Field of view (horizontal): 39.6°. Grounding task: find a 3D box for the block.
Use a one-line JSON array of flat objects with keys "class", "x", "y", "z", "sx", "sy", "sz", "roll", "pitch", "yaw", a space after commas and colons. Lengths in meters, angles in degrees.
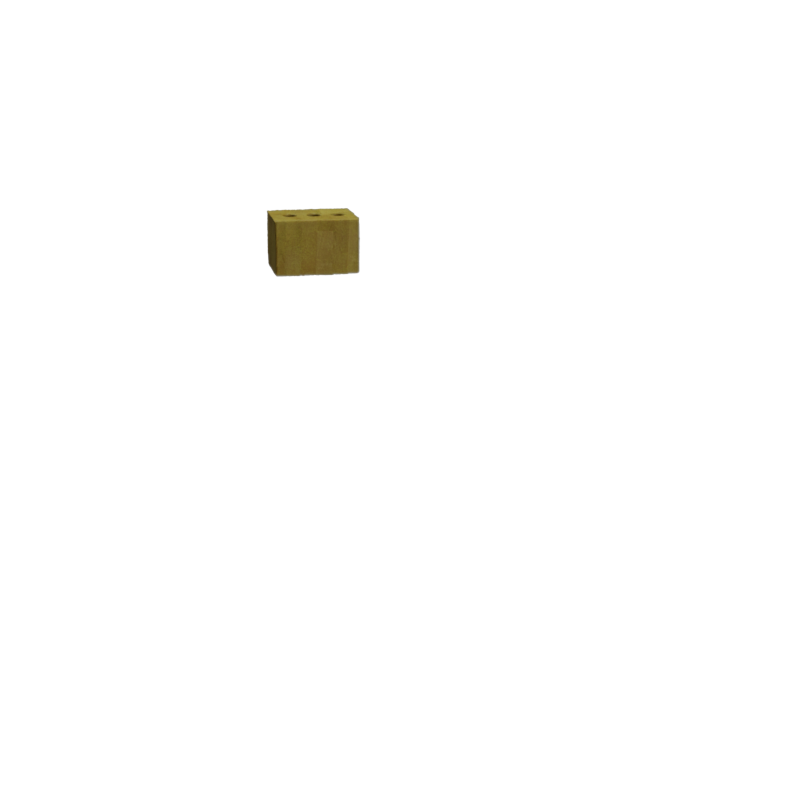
[{"class": "block", "x": -0.078, "y": -0.142, "z": 0.994, "sx": 0.077, "sy": 0.050, "sz": 0.055, "roll": -3, "pitch": 16, "yaw": -11}]
